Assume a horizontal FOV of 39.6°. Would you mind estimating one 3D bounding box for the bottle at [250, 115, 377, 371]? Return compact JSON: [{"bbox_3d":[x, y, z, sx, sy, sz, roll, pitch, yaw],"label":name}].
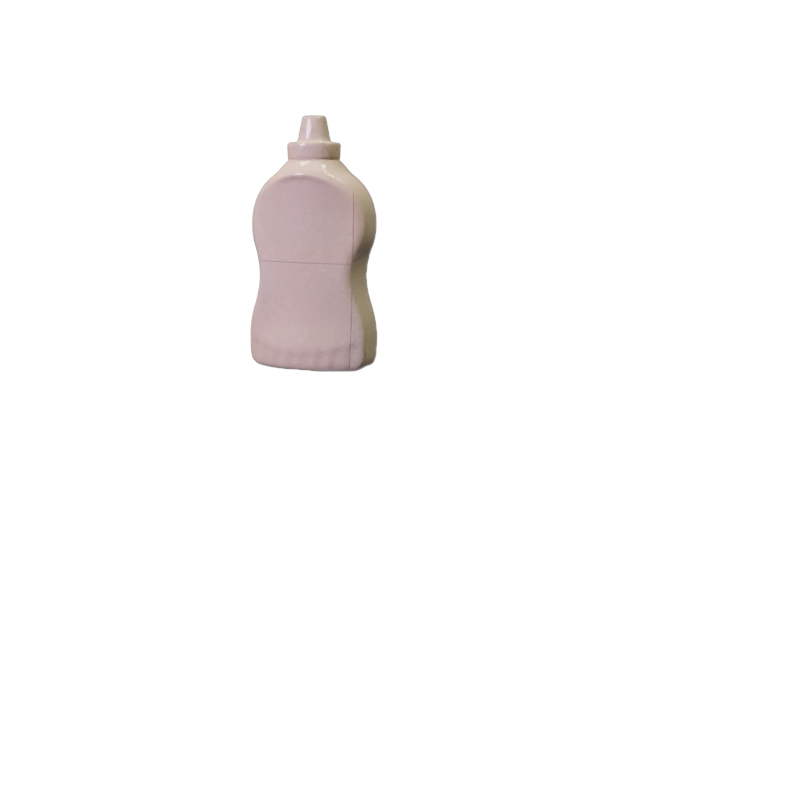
[{"bbox_3d":[-0.066,-0.121,0.848,0.099,0.190,0.057,3,5,24],"label":"bottle"}]
